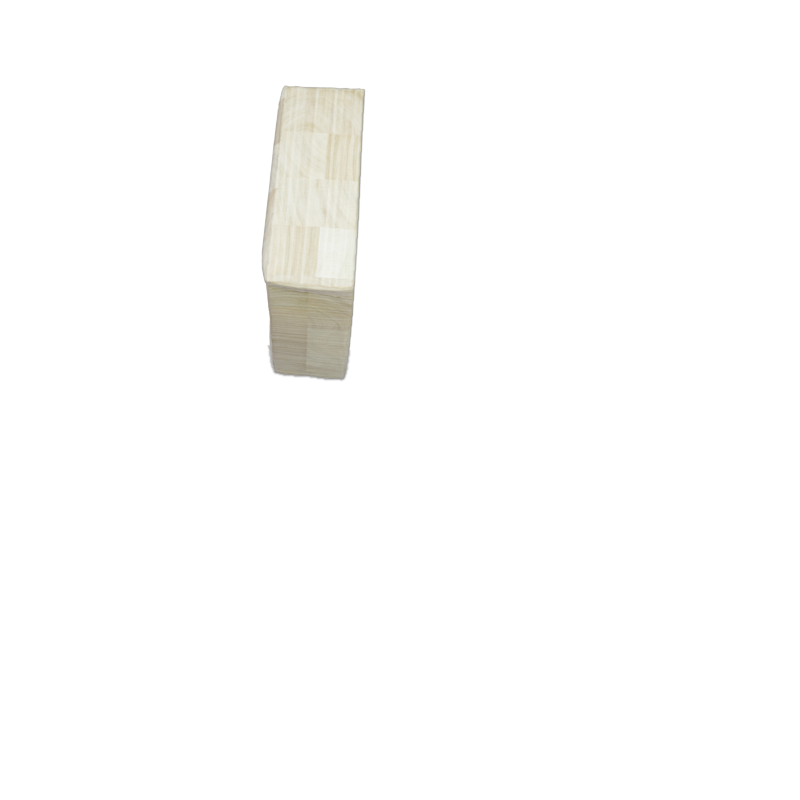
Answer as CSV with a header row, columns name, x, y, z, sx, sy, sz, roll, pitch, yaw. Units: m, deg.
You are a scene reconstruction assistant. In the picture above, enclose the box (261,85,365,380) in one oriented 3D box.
name,x,y,z,sx,sy,sz,roll,pitch,yaw
box,-0.070,-0.127,0.890,0.072,0.172,0.204,3,-20,-3
